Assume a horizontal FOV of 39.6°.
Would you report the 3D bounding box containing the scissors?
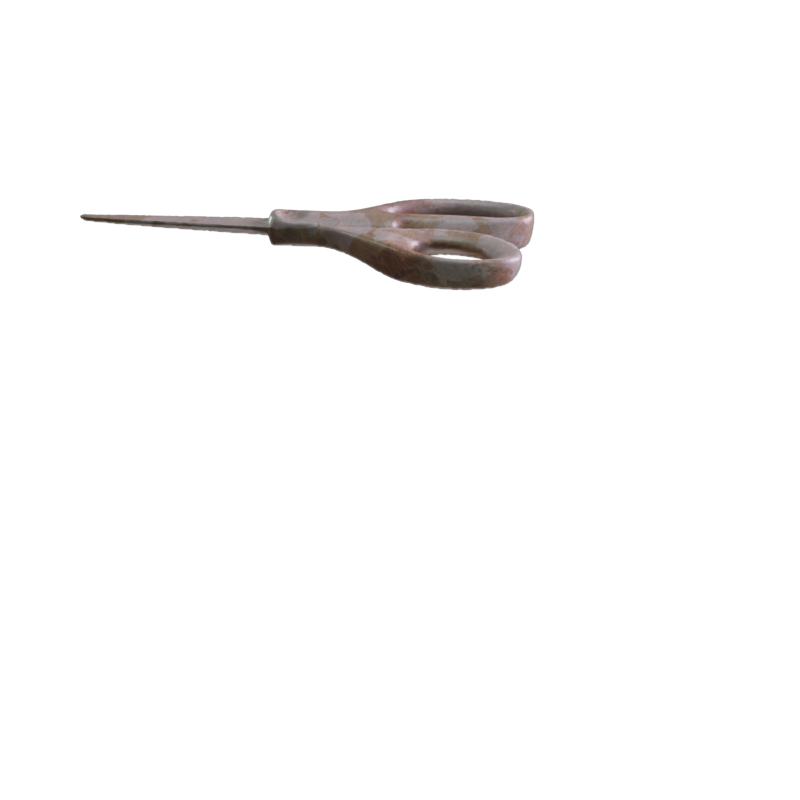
[{"bbox_3d":[-0.037,-0.068,0.473,0.200,0.015,0.102,-4,26,-7],"label":"scissors"}]
